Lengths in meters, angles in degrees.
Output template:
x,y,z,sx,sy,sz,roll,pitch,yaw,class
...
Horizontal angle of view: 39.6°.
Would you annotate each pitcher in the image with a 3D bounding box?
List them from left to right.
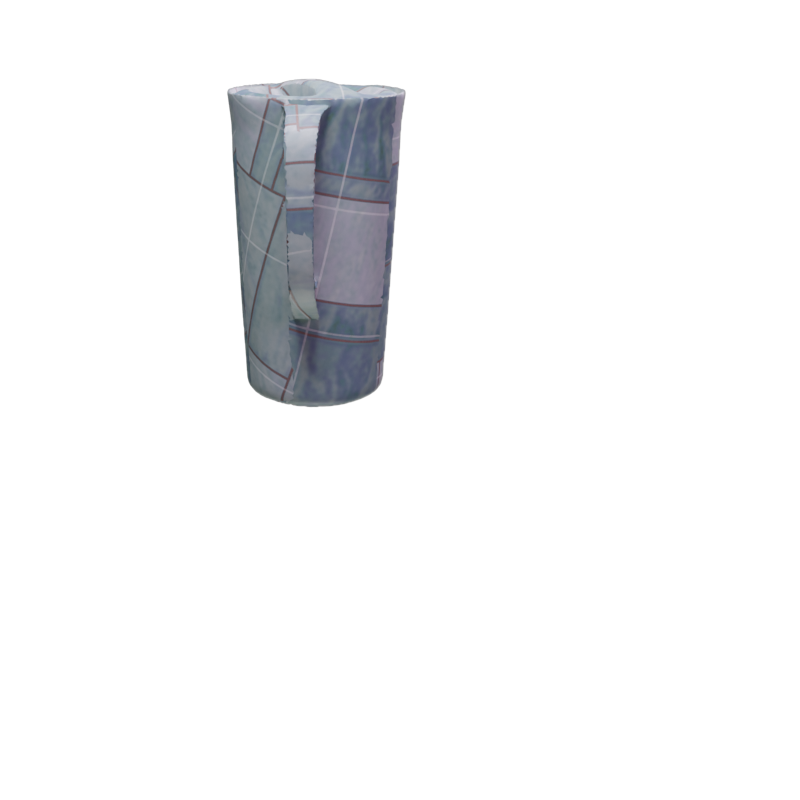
x,y,z,sx,sy,sz,roll,pitch,yaw,class
-0.066,-0.121,0.845,0.146,0.235,0.153,-13,20,-41,pitcher
